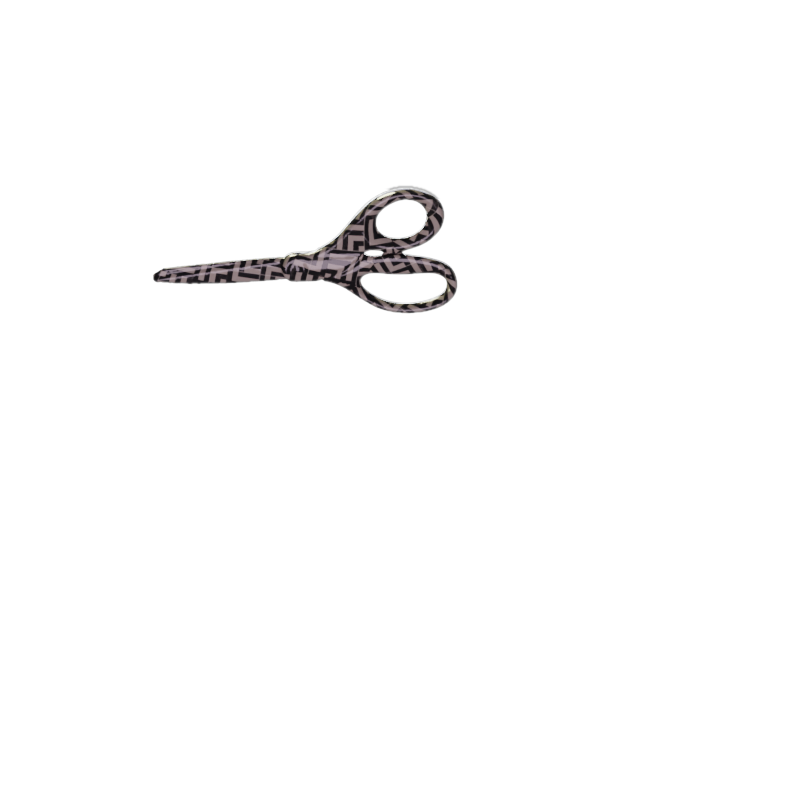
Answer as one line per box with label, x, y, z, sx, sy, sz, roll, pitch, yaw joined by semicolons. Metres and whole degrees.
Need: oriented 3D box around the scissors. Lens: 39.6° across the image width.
scissors;-0.057;-0.105;0.734;0.200;0.092;0.016;10;21;-4
